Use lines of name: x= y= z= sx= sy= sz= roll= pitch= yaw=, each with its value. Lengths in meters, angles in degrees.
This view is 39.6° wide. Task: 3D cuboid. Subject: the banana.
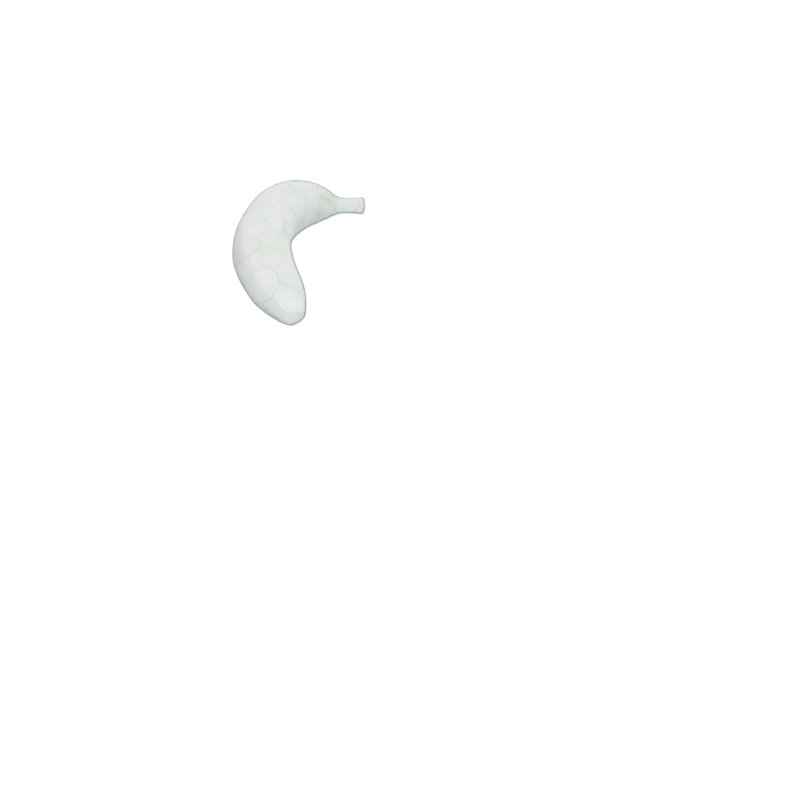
banana: x=-0.073 y=-0.106 z=0.718 sx=0.071 sy=0.035 sz=0.206 roll=5 pitch=30 yaw=8
